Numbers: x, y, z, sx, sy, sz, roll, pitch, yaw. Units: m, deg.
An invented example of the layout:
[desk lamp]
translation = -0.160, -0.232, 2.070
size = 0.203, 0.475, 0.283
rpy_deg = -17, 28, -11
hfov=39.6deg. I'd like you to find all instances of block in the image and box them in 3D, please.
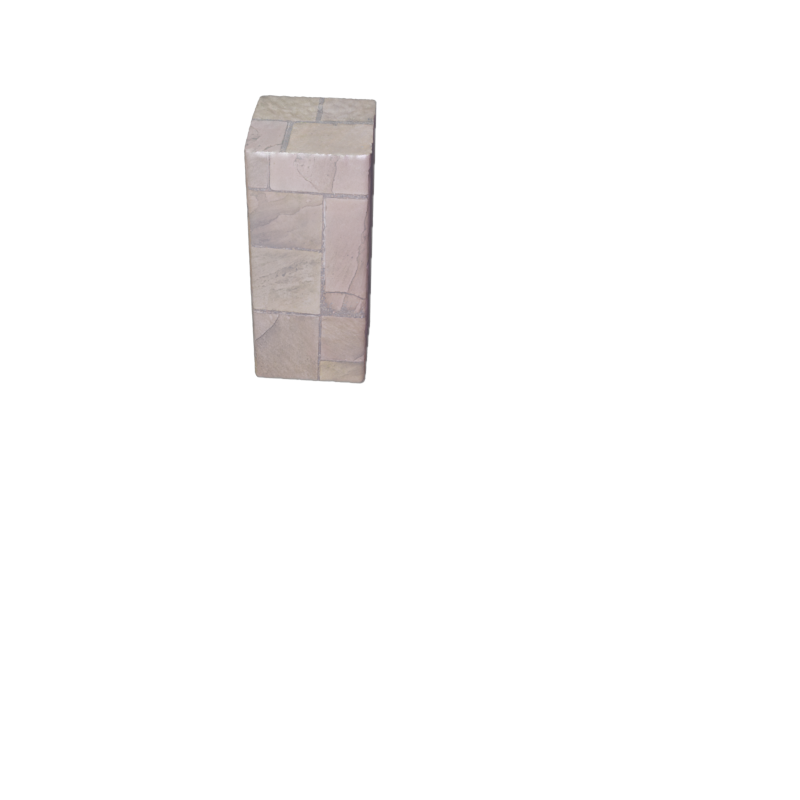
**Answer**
[block]
translation = -0.067, -0.122, 0.854
size = 0.091, 0.193, 0.096
rpy_deg = 4, 37, 1
